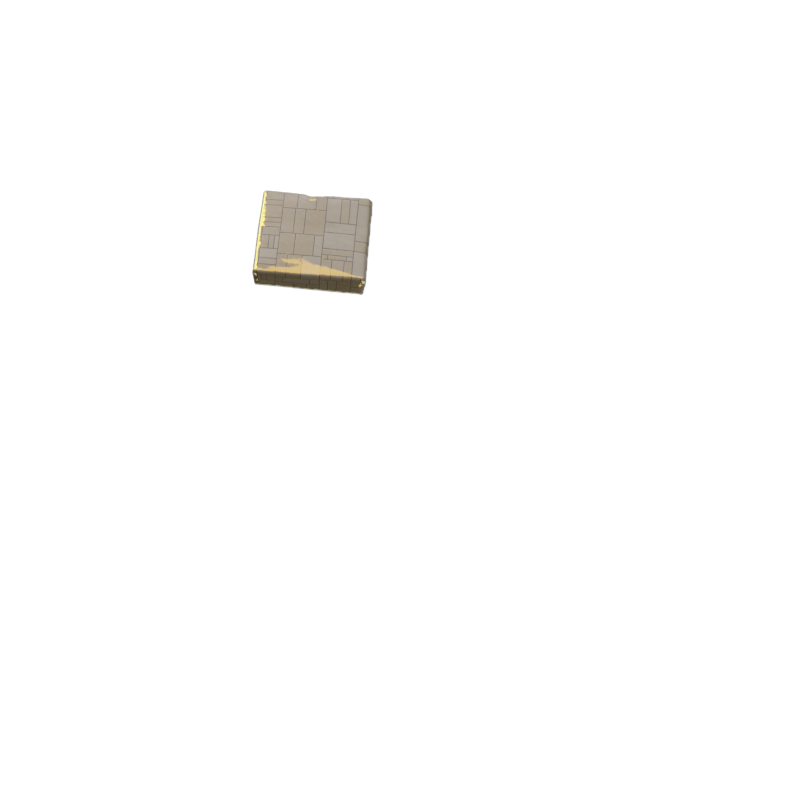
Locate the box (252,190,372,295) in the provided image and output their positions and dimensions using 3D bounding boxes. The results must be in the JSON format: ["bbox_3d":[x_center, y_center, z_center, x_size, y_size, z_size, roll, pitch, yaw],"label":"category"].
[{"bbox_3d":[-0.069,-0.125,0.879,0.089,0.077,0.028,5,-25,2],"label":"box"}]
